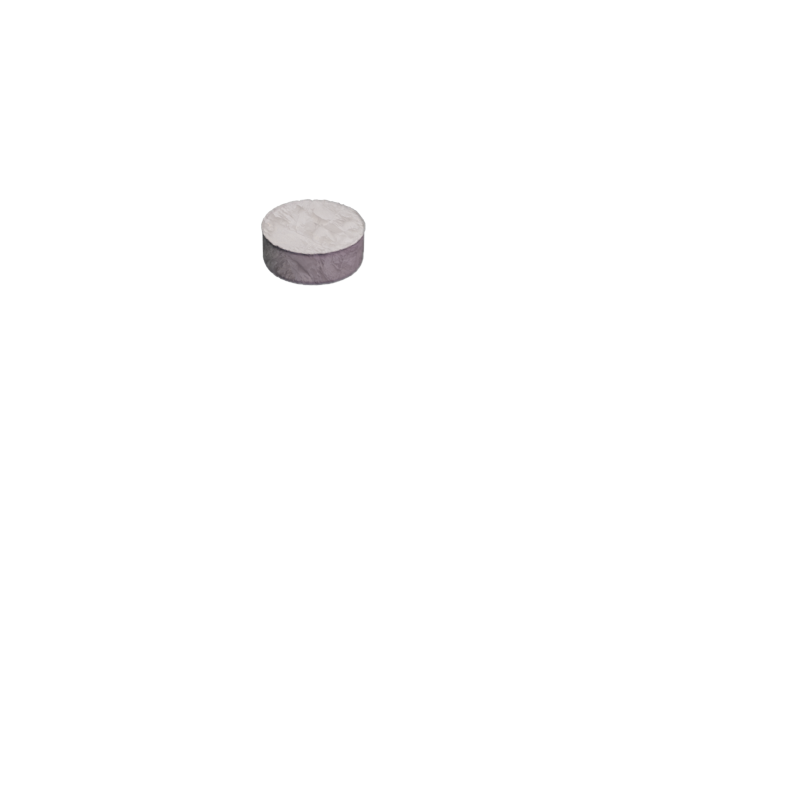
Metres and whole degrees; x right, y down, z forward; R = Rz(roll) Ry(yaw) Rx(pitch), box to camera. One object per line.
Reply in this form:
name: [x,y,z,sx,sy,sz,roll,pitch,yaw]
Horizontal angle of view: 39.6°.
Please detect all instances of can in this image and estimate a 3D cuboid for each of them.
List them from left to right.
can: [-0.072,-0.131,0.918,0.086,0.031,0.092,-1,37,-2]
